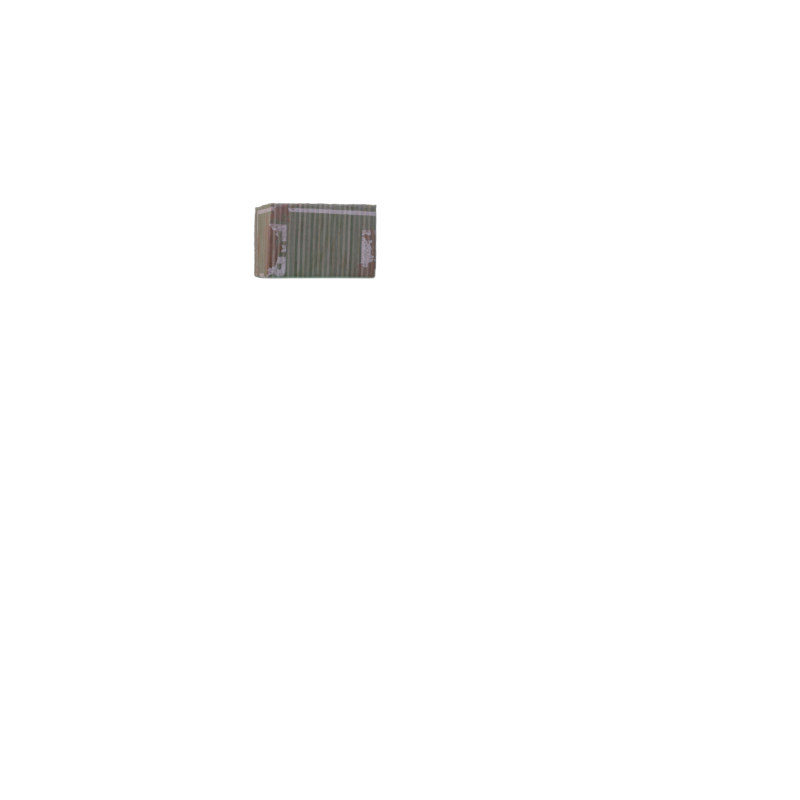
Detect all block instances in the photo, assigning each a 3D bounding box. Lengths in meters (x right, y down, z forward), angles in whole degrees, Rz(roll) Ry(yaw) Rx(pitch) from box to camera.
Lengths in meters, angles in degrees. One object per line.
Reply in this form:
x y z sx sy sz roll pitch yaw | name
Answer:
-0.061 -0.111 0.777 0.076 0.051 0.054 -1 3 -17 | block
